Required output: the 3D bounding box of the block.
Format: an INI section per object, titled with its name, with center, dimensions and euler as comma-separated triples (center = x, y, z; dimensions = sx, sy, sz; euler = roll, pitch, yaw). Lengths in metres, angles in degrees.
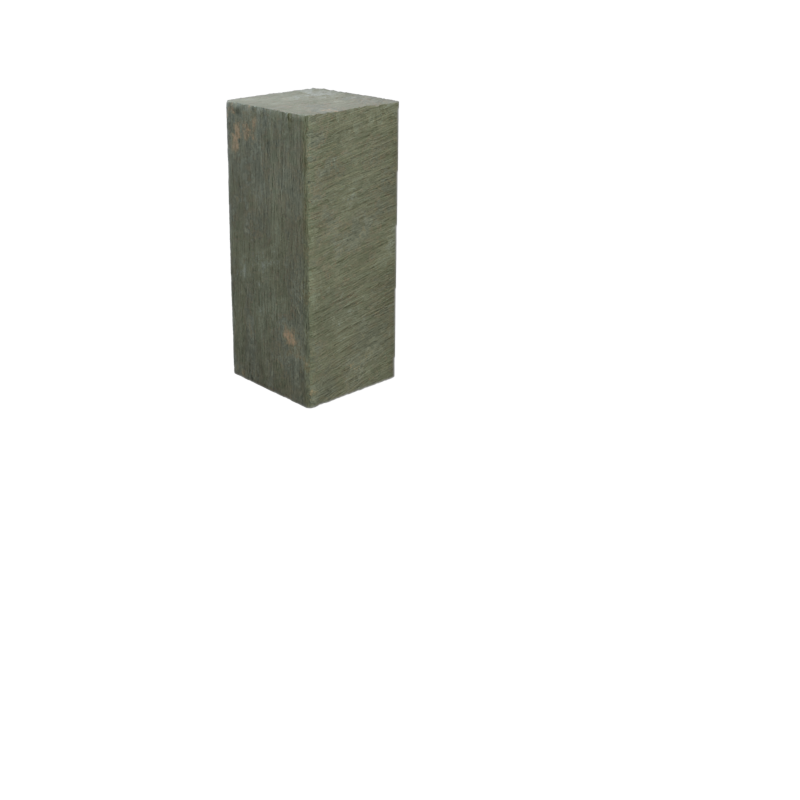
[block]
center = -0.063, -0.114, 0.799
dimensions = 0.088, 0.198, 0.096
euler = -16, 25, -42
